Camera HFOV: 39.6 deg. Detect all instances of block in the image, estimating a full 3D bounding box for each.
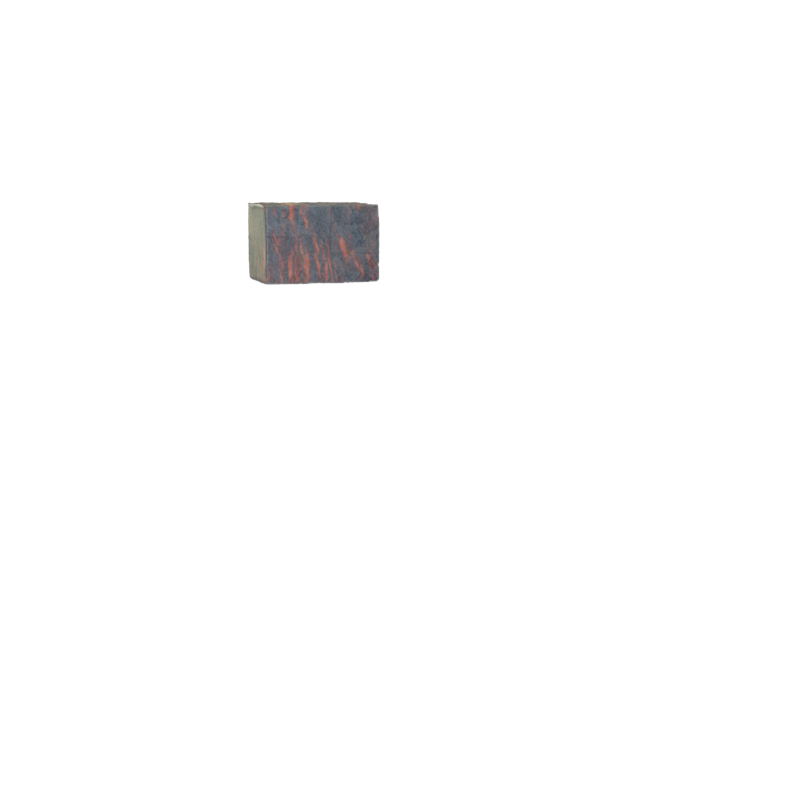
[{"bbox_3d":[-0.057,-0.104,0.727,0.076,0.051,0.055,-3,8,-17],"label":"block"}]
